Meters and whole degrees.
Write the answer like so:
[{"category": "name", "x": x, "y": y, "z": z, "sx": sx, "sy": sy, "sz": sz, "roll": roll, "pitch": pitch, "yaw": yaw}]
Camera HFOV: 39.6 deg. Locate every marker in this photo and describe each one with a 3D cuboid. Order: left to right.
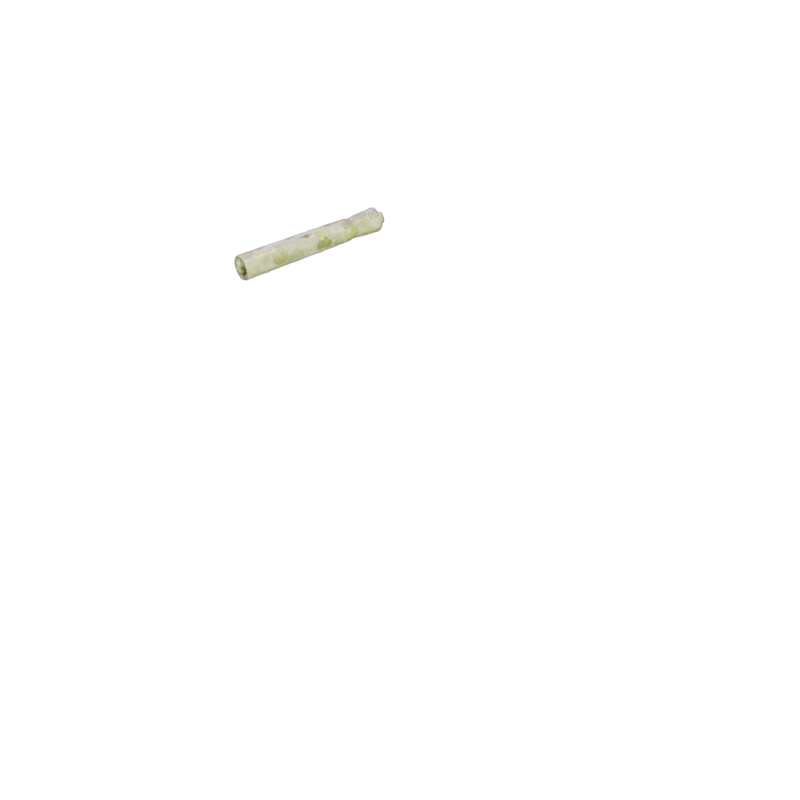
[{"category": "marker", "x": -0.062, "y": -0.114, "z": 0.796, "sx": 0.120, "sy": 0.019, "sz": 0.020, "roll": -25, "pitch": 16, "yaw": -27}]
